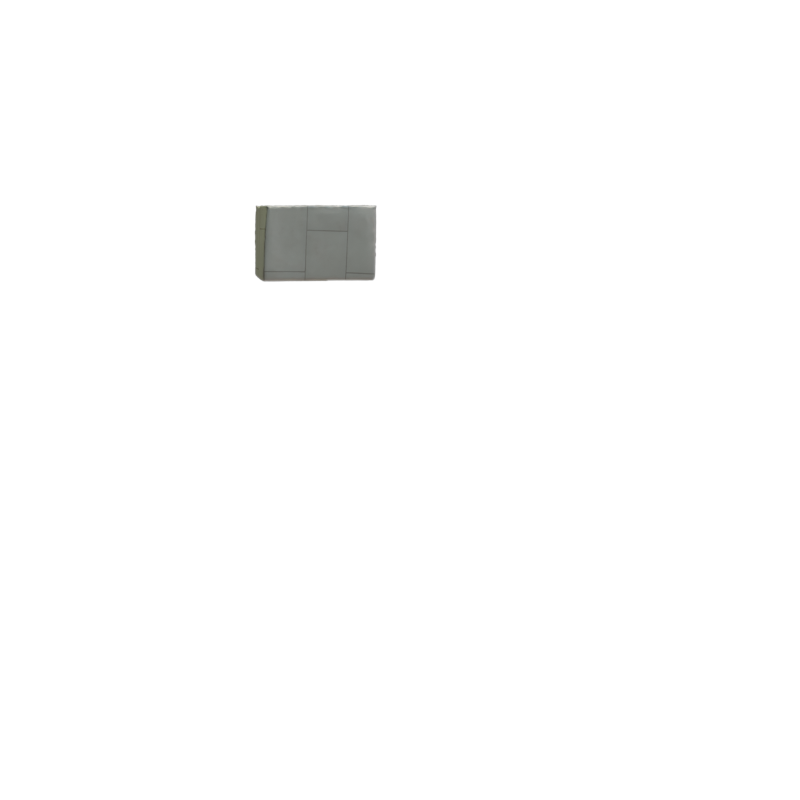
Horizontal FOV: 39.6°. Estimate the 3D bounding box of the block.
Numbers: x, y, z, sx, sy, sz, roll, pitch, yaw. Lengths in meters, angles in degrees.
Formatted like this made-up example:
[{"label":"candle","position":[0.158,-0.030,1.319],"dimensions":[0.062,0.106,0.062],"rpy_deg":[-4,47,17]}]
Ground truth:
[{"label":"block","position":[-0.060,-0.109,0.765],"dimensions":[0.077,0.051,0.054],"rpy_deg":[-2,7,-13]}]
